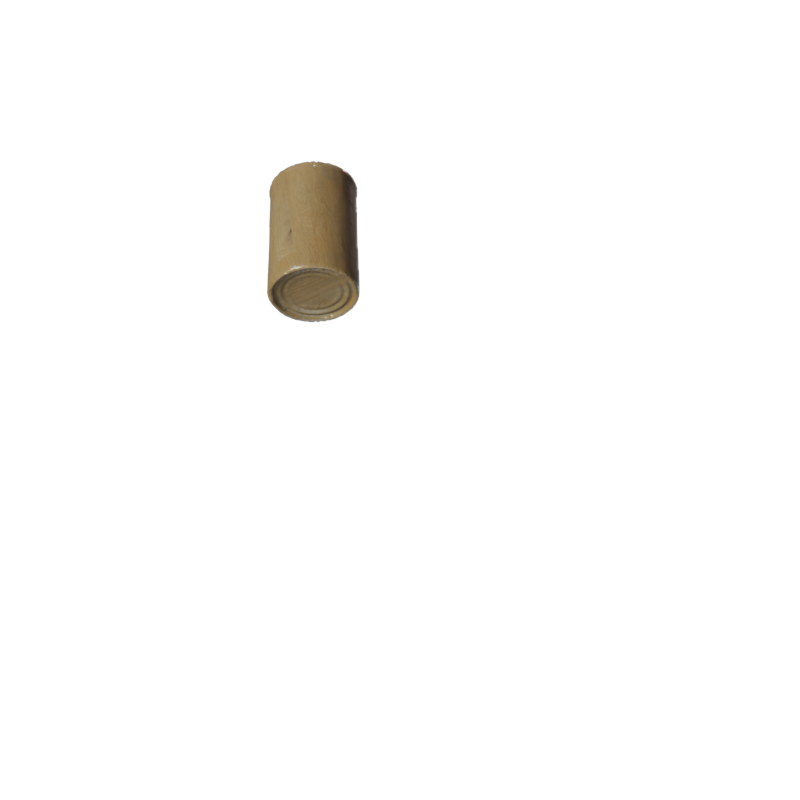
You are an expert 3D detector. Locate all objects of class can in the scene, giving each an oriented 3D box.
[{"bbox_3d":[-0.065,-0.118,0.824,0.068,0.110,0.064,-1,-37,-3],"label":"can"}]
